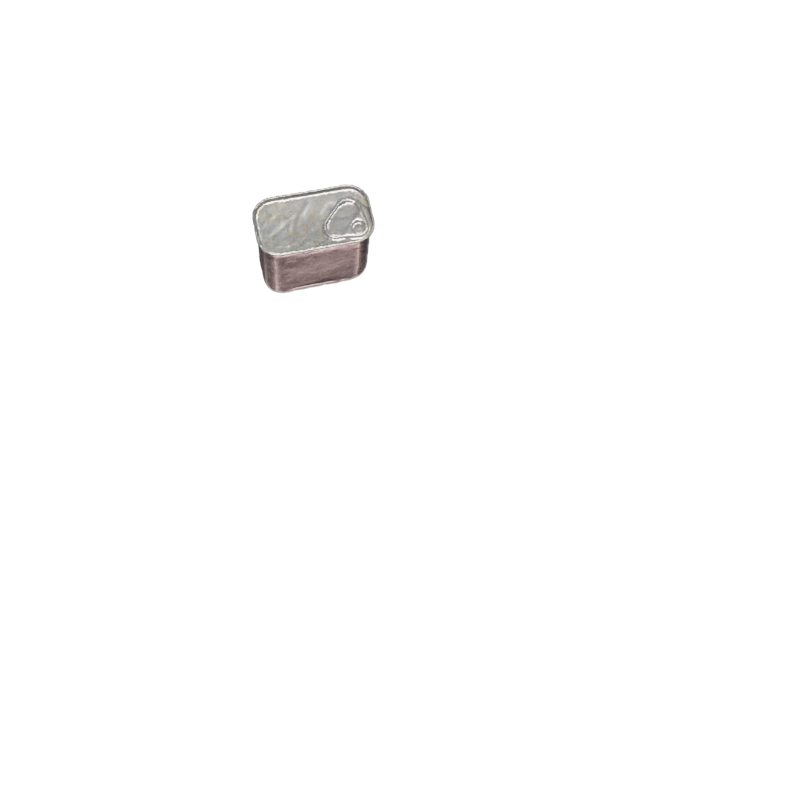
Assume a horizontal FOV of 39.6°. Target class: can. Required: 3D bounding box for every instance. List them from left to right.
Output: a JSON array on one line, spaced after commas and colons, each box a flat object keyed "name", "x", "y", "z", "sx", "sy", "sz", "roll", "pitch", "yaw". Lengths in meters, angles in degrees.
[{"name": "can", "x": -0.077, "y": -0.140, "z": 0.979, "sx": 0.101, "sy": 0.061, "sz": 0.079, "roll": -11, "pitch": -22, "yaw": -6}]
